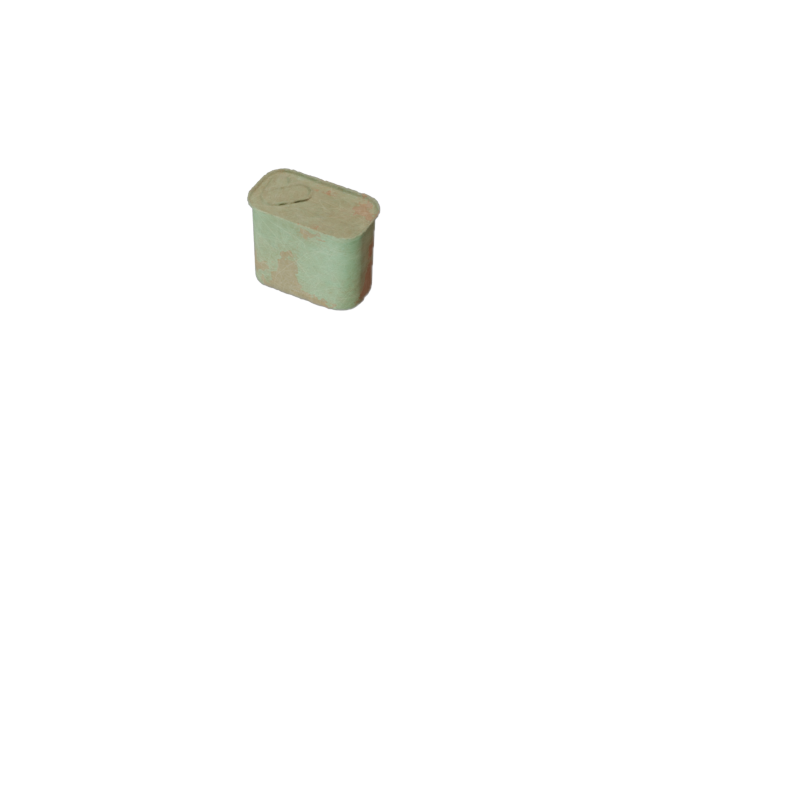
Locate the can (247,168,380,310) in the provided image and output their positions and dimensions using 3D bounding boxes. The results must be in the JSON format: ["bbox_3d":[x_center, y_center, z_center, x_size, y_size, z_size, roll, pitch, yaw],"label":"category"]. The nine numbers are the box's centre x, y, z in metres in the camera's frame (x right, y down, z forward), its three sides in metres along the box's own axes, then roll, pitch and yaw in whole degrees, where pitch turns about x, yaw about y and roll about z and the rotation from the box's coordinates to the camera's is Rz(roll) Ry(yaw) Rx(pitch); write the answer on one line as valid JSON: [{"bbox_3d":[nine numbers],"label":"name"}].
[{"bbox_3d":[-0.069,-0.126,0.884,0.106,0.078,0.059,22,49,18],"label":"can"}]
